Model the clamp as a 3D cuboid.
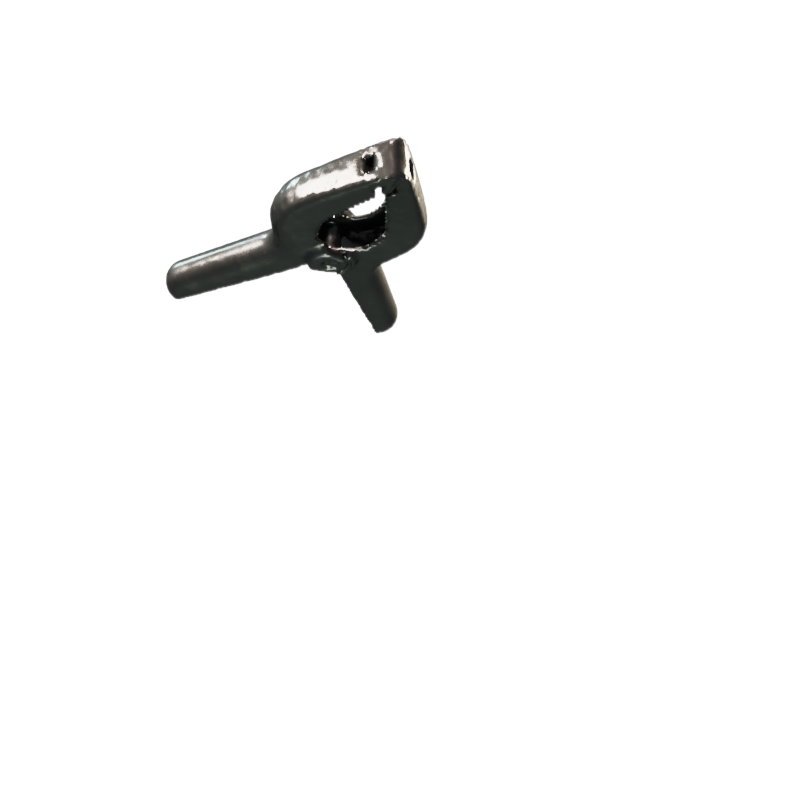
[{"bbox_3d":[-0.054,-0.098,0.689,0.161,0.038,0.203,6,-23,-15],"label":"clamp"}]
